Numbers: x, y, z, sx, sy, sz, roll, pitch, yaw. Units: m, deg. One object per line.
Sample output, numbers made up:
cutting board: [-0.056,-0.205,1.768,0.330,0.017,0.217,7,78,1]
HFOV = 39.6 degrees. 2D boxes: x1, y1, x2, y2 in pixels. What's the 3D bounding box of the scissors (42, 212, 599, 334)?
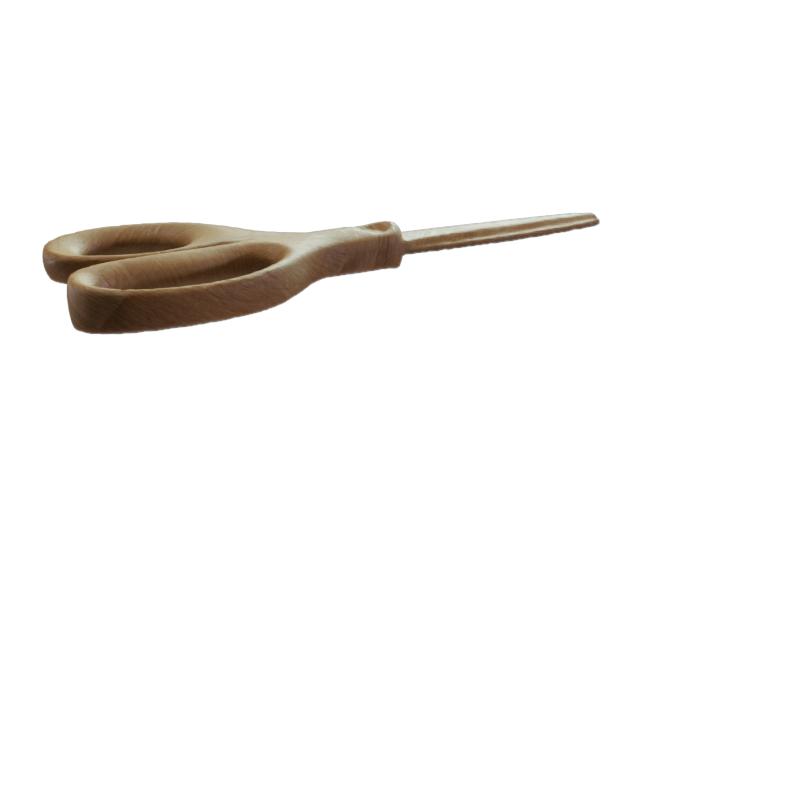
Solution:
scissors: [-0.029,-0.053,0.370,0.102,0.015,0.198,18,26,40]
